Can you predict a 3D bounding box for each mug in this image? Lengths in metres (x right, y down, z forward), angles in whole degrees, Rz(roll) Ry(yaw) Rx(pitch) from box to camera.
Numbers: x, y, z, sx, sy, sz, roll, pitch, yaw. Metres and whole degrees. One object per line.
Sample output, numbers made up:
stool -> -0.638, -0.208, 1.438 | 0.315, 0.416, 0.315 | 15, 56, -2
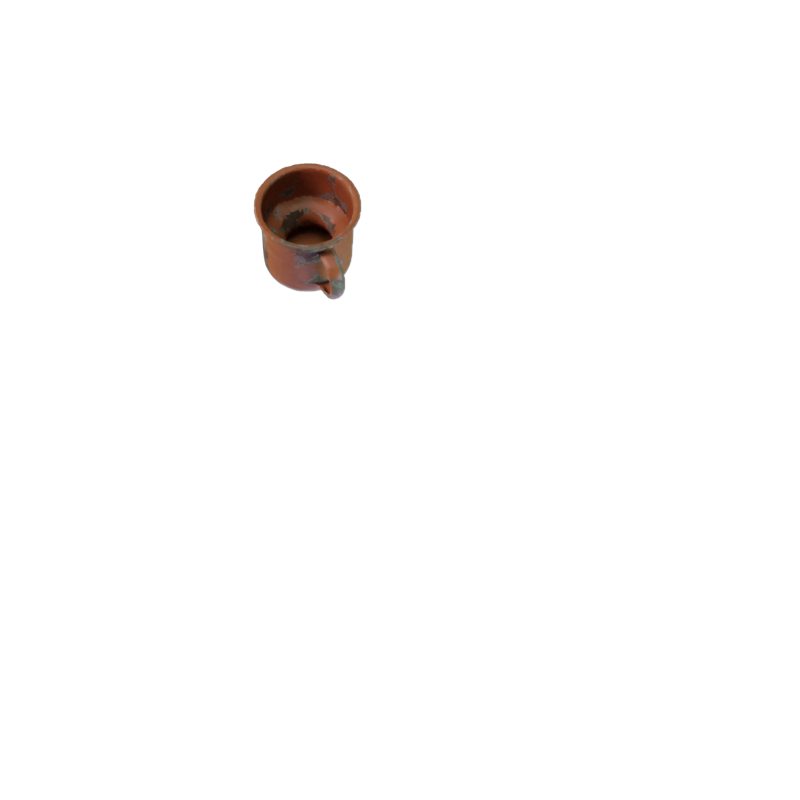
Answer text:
mug -> -0.077, -0.140, 0.980 | 0.093, 0.125, 0.076 | -22, -29, -15
